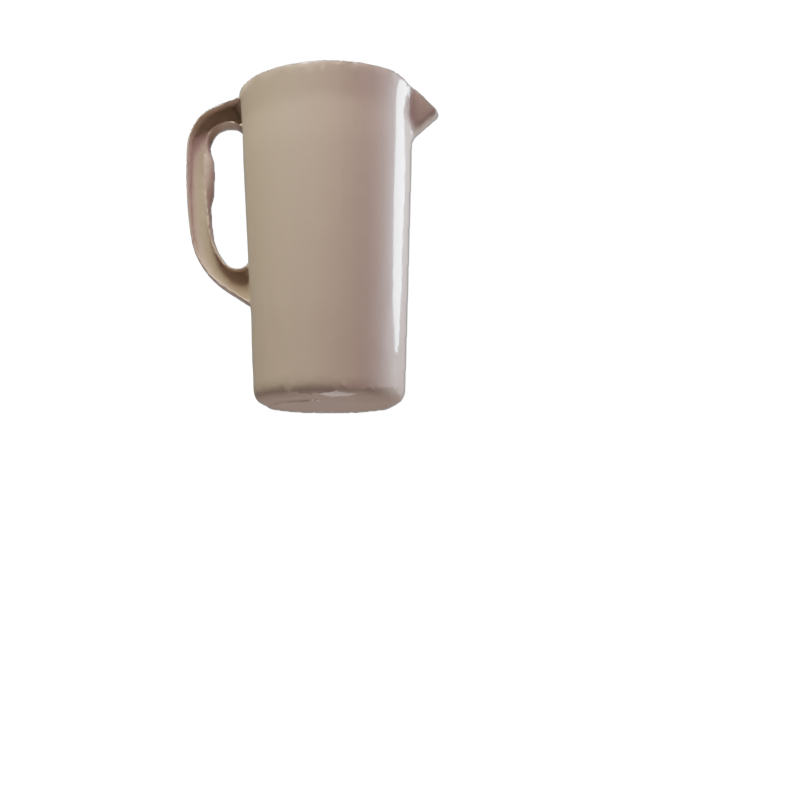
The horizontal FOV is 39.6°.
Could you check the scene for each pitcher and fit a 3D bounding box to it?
[{"bbox_3d":[-0.064,-0.116,0.815,0.137,0.251,0.152,11,-16,-43],"label":"pitcher"}]
